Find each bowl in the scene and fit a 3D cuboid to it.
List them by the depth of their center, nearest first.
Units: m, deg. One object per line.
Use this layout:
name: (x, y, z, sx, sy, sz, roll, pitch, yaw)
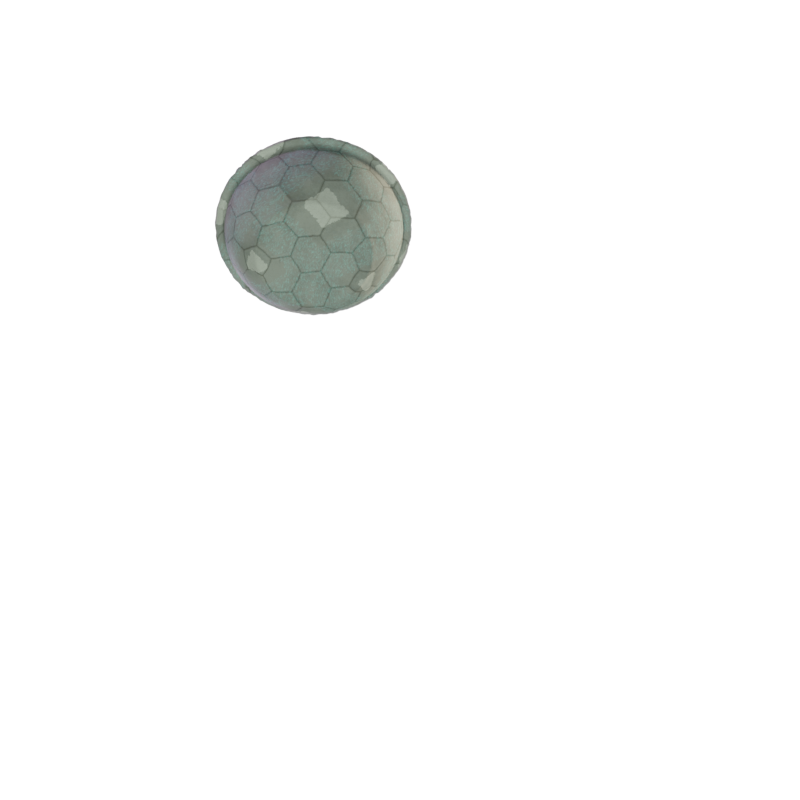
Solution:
bowl: (-0.070, -0.127, 0.889, 0.162, 0.153, 0.058, 1, 27, -1)
